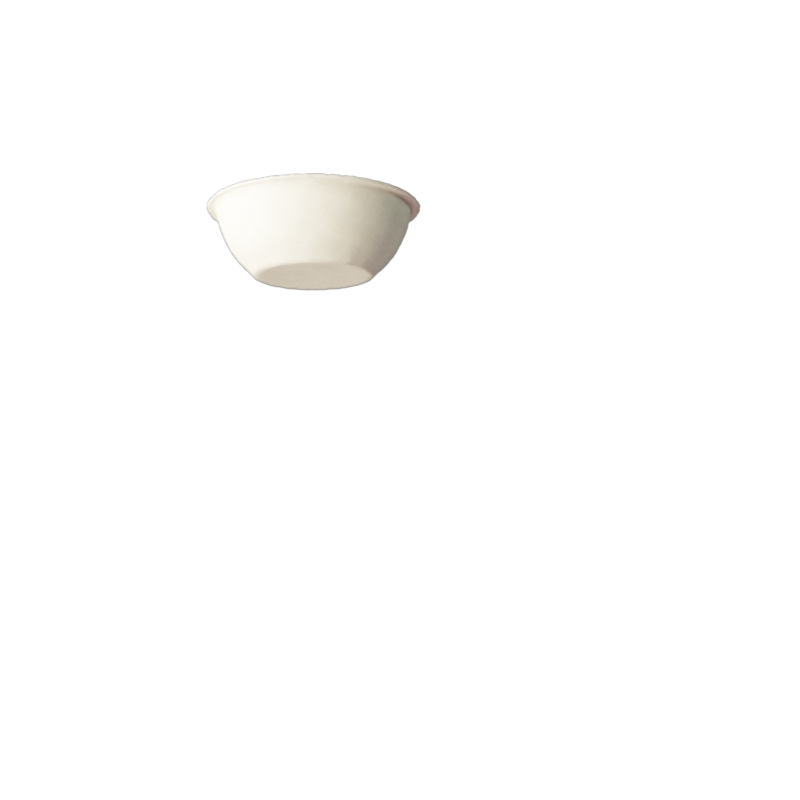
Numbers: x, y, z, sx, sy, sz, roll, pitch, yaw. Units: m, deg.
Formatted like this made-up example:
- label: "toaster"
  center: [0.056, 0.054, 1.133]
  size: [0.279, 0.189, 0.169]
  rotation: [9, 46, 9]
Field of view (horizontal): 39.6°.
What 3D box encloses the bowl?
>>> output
- label: "bowl"
  center: [-0.065, -0.119, 0.834]
  size: [0.162, 0.057, 0.158]
  rotation: [0, -9, -2]
